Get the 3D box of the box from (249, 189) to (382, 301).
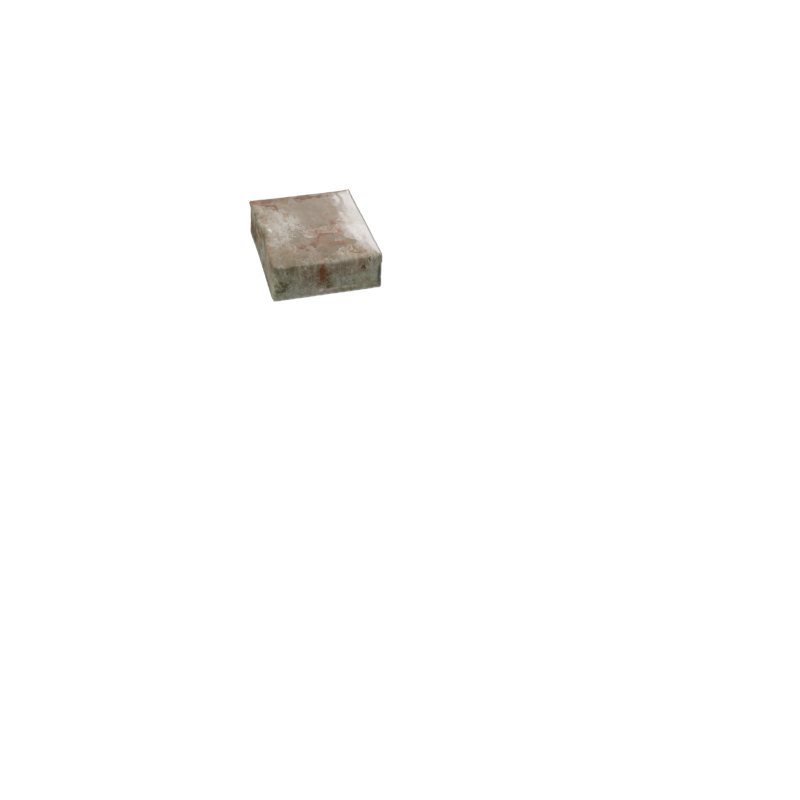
[{"bbox_3d":[-0.059,-0.107,0.747,0.072,0.028,0.096,-9,39,-11],"label":"box"}]
